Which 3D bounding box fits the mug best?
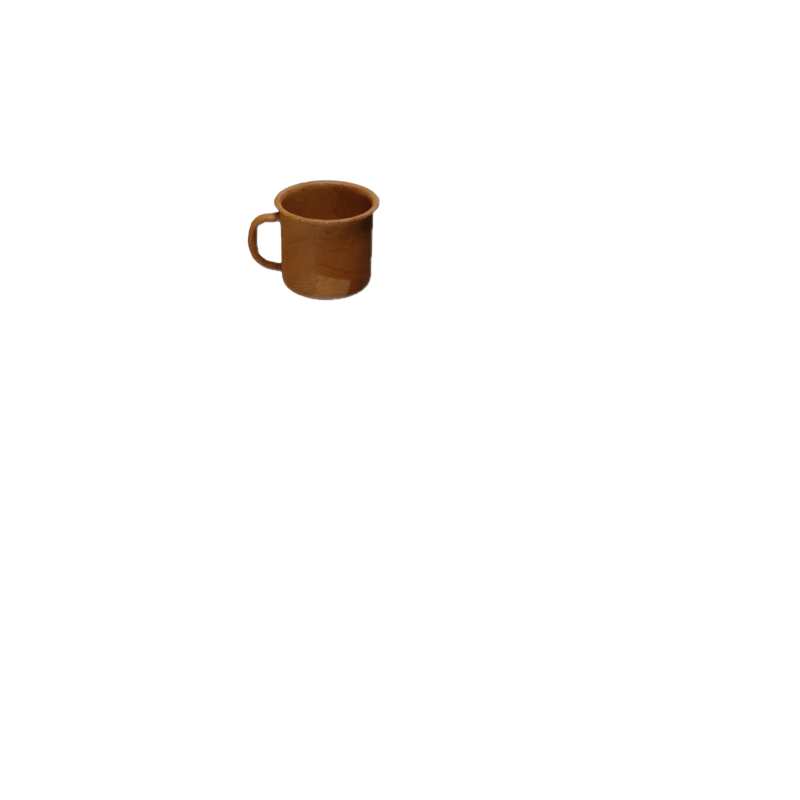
[{"bbox_3d":[-0.078,-0.142,0.992,0.116,0.077,0.100,-3,30,-6],"label":"mug"}]
